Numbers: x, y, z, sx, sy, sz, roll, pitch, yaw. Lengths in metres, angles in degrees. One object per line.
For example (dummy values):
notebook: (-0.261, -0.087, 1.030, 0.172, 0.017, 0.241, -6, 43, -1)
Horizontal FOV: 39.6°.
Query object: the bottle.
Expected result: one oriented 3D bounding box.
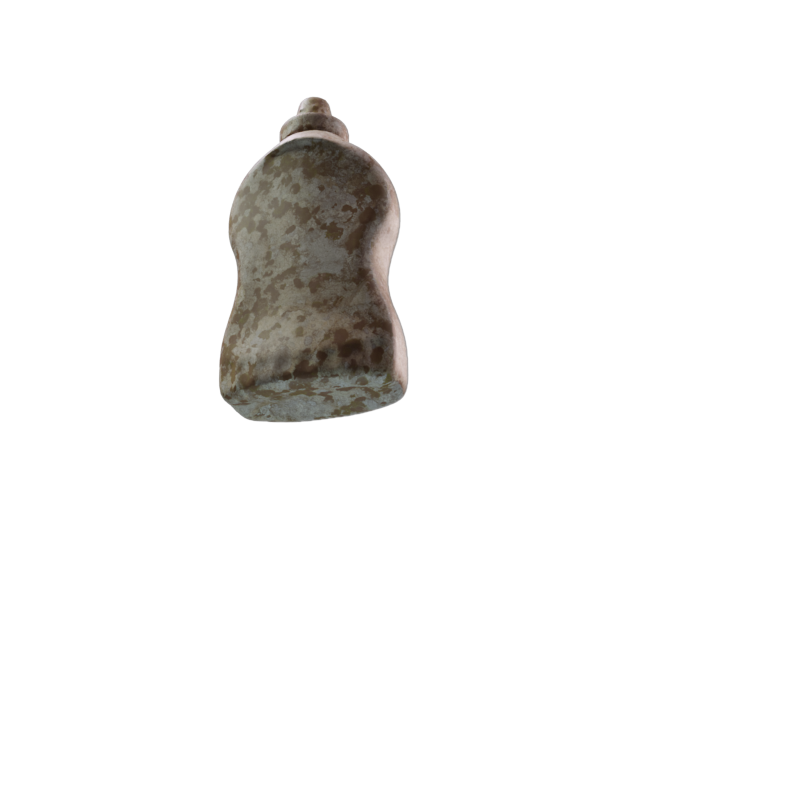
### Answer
bottle: (-0.048, -0.087, 0.613, 0.097, 0.204, 0.054, -11, -29, 16)
